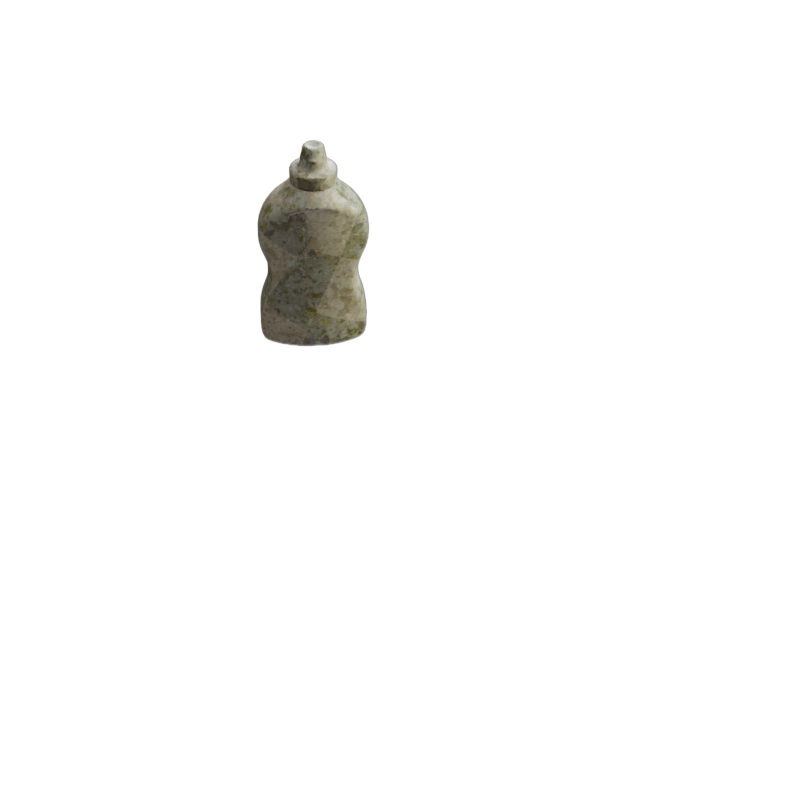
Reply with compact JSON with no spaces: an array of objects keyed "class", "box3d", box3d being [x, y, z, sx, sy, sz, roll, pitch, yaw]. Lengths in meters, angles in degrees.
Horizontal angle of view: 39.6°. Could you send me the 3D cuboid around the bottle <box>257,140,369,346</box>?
[{"class":"bottle","box3d":[-0.075,-0.137,0.964,0.096,0.179,0.062,0,35,-4]}]
